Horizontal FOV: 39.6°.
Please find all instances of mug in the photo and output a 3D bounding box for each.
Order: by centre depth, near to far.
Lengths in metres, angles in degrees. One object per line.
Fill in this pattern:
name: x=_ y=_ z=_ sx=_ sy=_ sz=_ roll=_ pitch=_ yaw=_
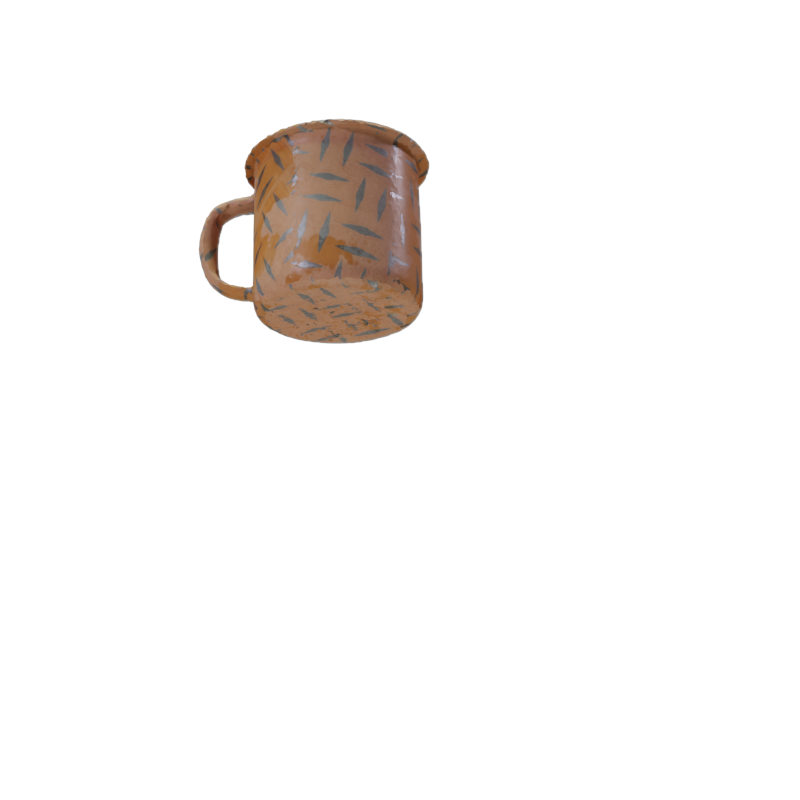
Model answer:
mug: x=-0.043 y=-0.078 z=0.545 sx=0.118 sy=0.086 sz=0.087 roll=-4 pitch=-22 yaw=9
